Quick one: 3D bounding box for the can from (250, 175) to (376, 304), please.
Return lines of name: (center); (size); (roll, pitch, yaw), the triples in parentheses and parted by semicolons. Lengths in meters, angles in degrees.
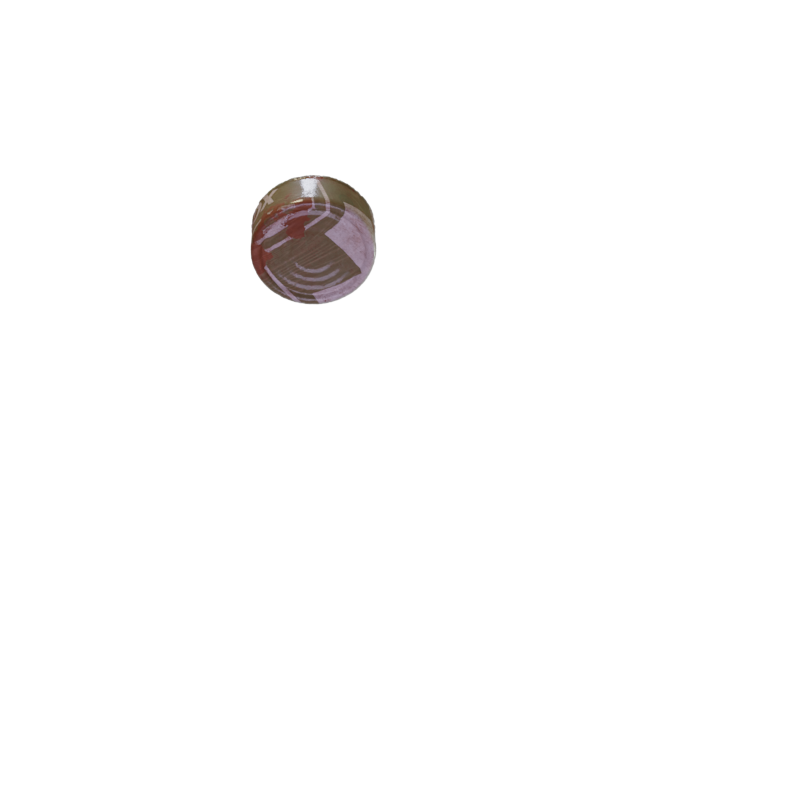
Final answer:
can: (-0.059, -0.108, 0.753); (0.086, 0.080, 0.036); (1, 35, -1)
